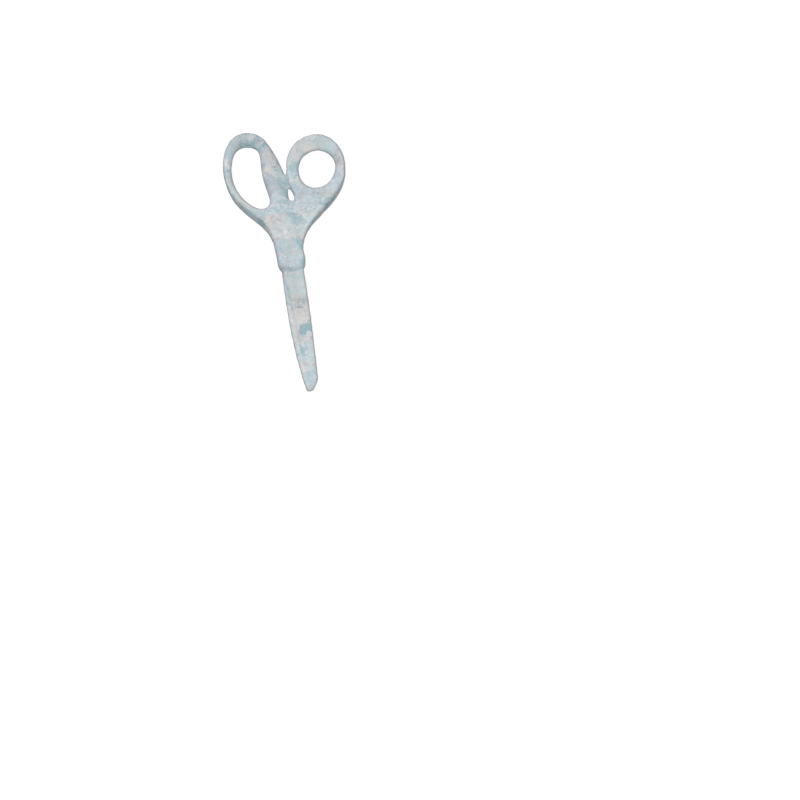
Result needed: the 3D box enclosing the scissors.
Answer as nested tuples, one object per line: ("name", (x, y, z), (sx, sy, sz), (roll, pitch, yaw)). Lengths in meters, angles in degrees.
("scissors", (-0.060, -0.109, 0.766), (0.096, 0.215, 0.015), (-22, -25, -11))
